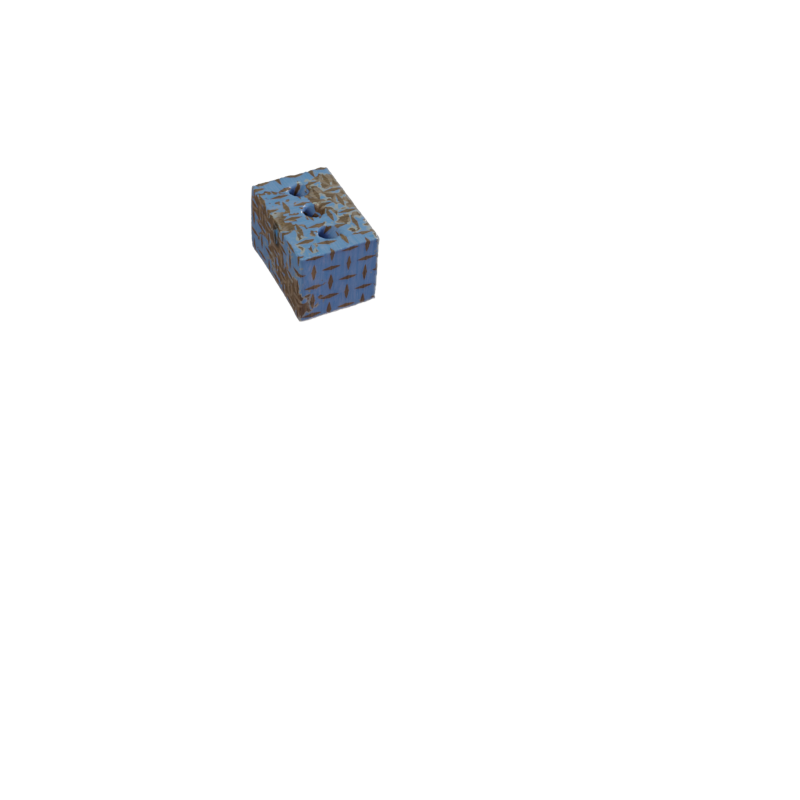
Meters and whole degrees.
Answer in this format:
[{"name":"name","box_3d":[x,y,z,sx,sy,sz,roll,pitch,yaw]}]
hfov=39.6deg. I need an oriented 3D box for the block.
[{"name":"block","box_3d":[-0.053,-0.096,0.674,0.052,0.048,0.084,-18,48,-19]}]
